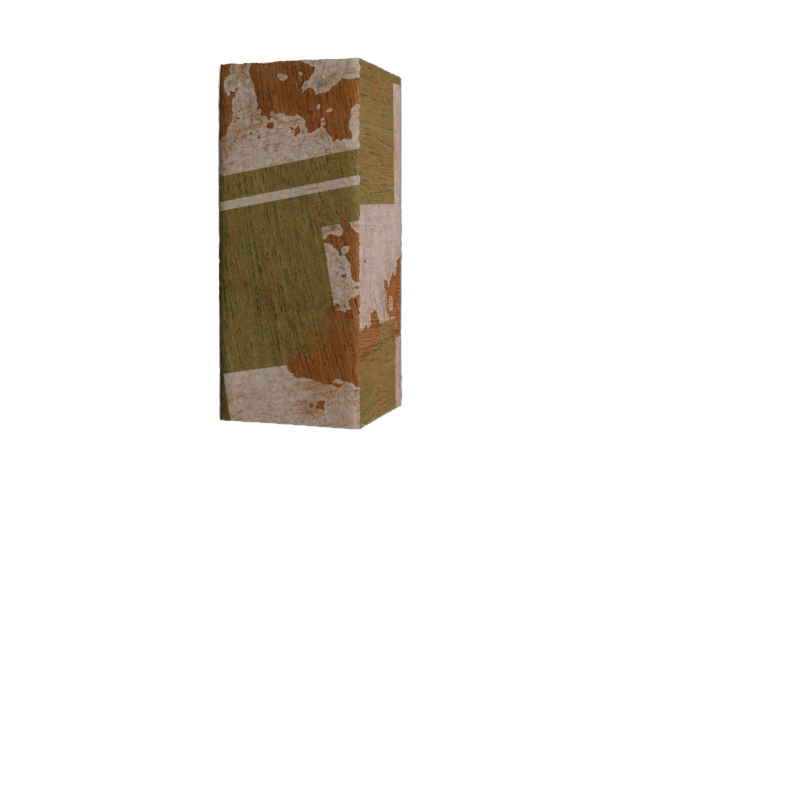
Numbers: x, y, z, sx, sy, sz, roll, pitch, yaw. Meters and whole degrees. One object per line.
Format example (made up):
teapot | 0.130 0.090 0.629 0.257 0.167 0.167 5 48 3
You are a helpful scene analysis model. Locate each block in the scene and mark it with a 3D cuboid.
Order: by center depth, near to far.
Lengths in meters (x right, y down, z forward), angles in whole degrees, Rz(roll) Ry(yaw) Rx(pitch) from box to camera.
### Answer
block | -0.053 -0.095 0.668 0.092 0.205 0.089 1 2 17
